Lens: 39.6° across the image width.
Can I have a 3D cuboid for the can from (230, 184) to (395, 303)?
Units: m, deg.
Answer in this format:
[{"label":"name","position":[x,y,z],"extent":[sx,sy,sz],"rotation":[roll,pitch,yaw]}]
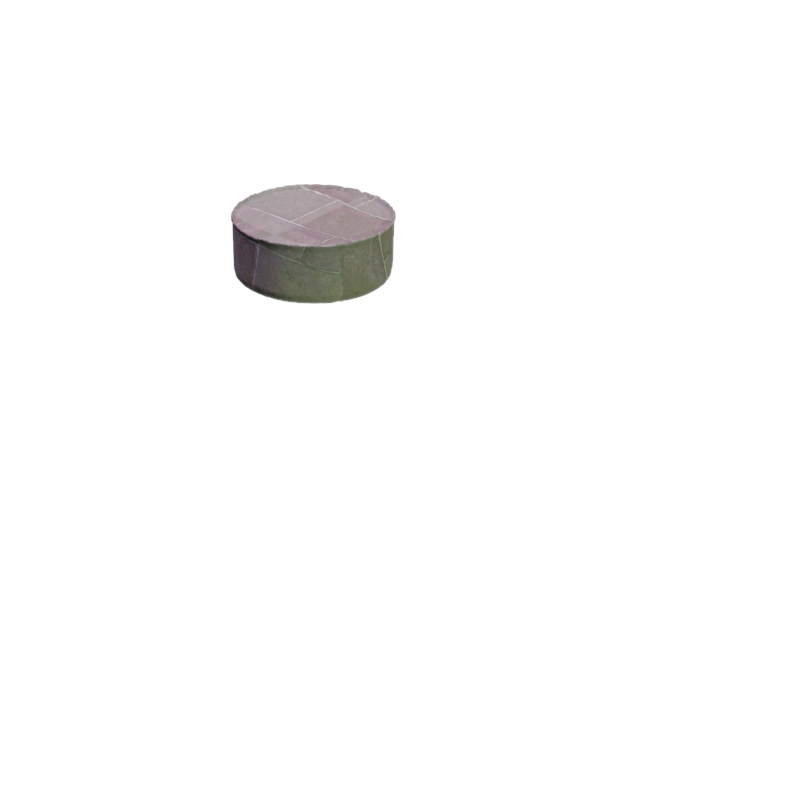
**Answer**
[{"label":"can","position":[-0.046,-0.083,0.583],"extent":[0.086,0.032,0.091],"rotation":[-1,29,-2]}]
